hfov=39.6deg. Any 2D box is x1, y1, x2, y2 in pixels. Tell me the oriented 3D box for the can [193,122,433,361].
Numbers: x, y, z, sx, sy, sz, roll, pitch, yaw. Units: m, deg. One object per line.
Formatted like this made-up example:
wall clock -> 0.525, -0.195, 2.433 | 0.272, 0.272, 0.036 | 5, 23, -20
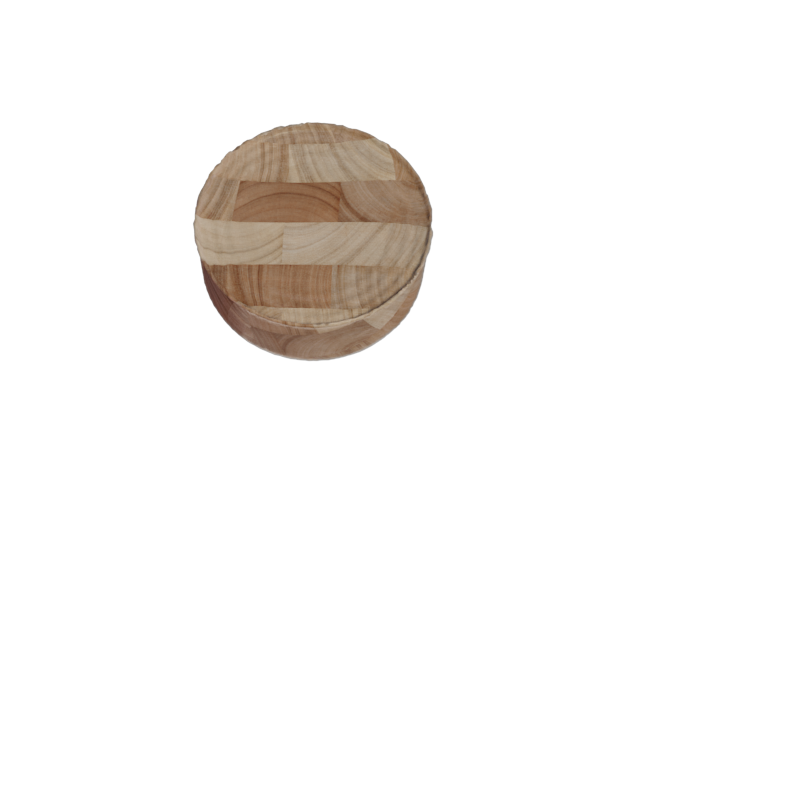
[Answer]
can -> -0.032, -0.059, 0.410 | 0.086, 0.091, 0.032 | -1, -28, -1
